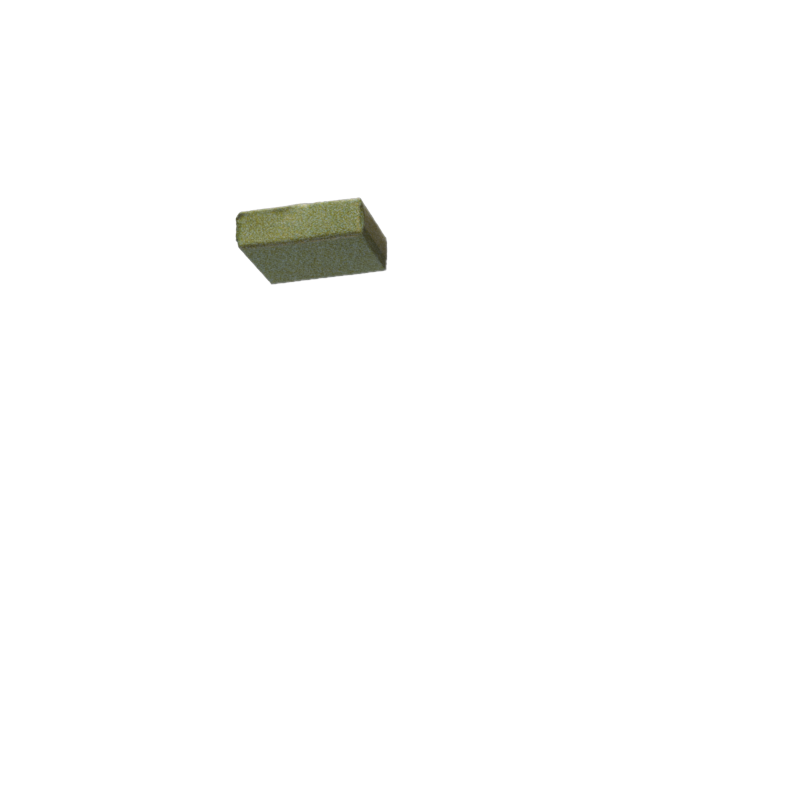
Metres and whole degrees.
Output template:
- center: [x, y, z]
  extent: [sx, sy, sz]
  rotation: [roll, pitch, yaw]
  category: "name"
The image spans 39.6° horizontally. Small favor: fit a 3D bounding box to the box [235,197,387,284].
- center: [-0.060, -0.109, 0.764]
  extent: [0.091, 0.032, 0.069]
  rotation: [-4, -16, 14]
  category: "box"
